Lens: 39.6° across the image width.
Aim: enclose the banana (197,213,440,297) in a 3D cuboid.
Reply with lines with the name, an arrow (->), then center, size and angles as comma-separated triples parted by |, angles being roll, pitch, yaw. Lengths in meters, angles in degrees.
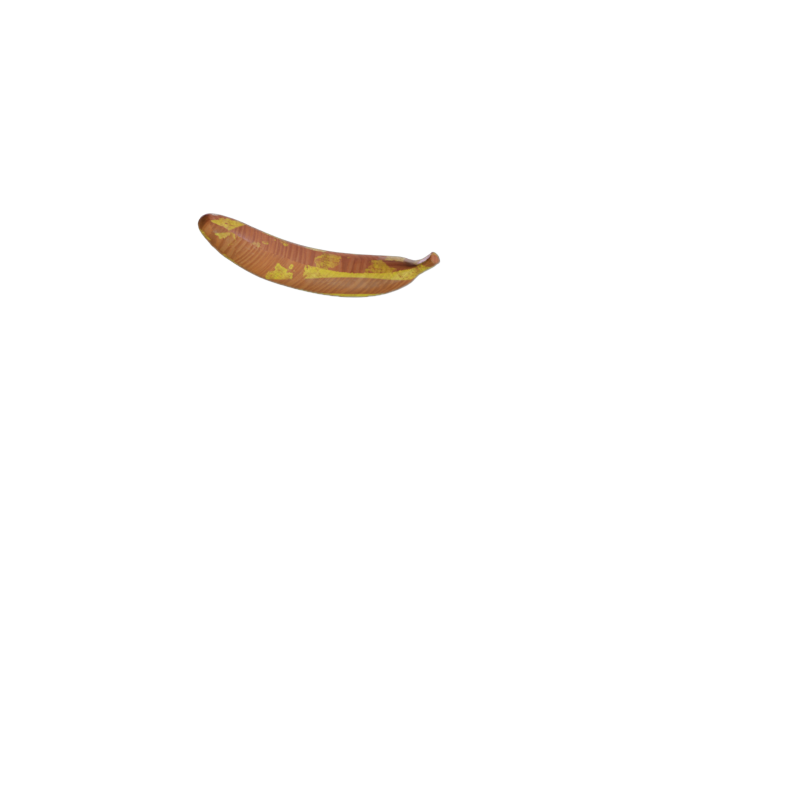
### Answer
banana -> -0.072, -0.117, 0.917 | 0.195, 0.039, 0.066 | 7, -43, -8
